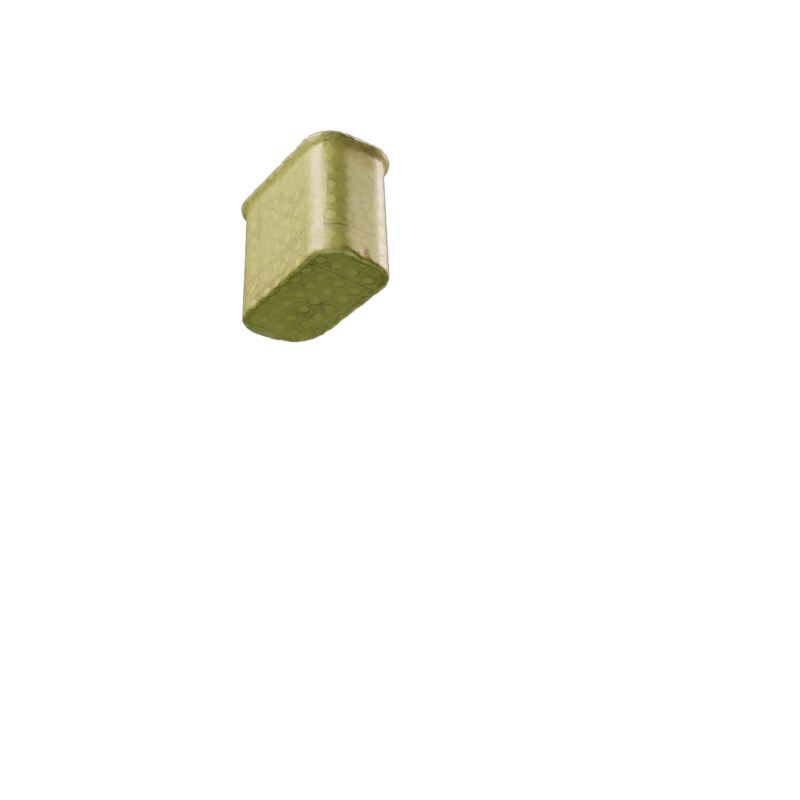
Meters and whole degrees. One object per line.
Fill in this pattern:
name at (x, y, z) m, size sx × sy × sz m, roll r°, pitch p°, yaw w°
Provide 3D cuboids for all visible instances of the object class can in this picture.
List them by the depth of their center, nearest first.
can at (-0.050, -0.092, 0.644) m, size 0.054 × 0.090 × 0.100 m, roll 21°, pitch -39°, yaw -31°
